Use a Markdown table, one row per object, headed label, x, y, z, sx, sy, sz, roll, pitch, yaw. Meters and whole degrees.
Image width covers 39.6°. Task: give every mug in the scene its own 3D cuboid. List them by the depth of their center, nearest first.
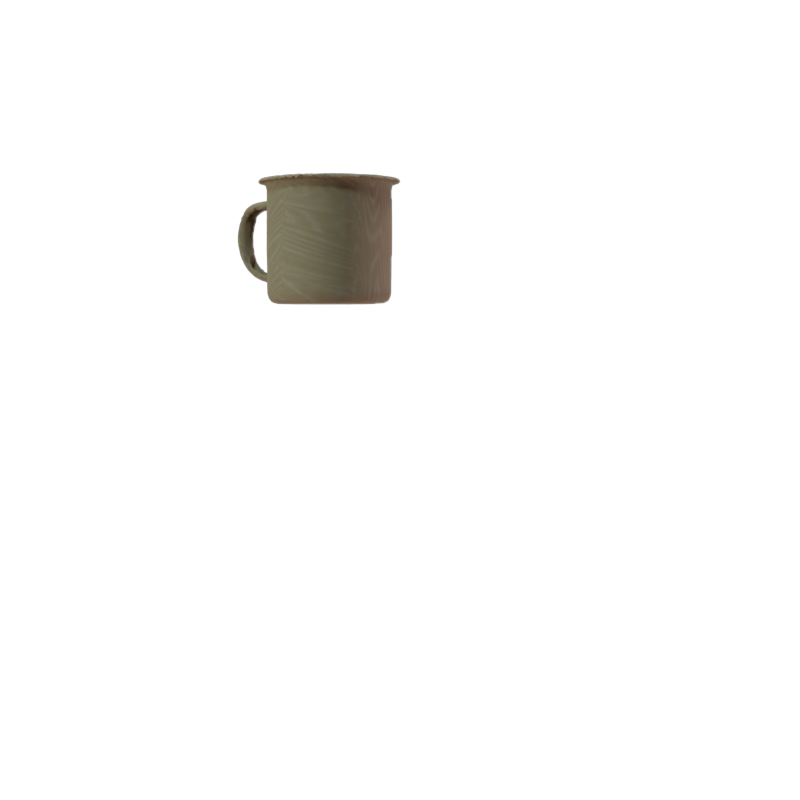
| label | x | y | z | sx | sy | sz | roll | pitch | yaw |
| --- | --- | --- | --- | --- | --- | --- | --- | --- | --- |
| mug | -0.057 | -0.104 | 0.731 | 0.121 | 0.082 | 0.090 | 2 | 3 | 27 |
